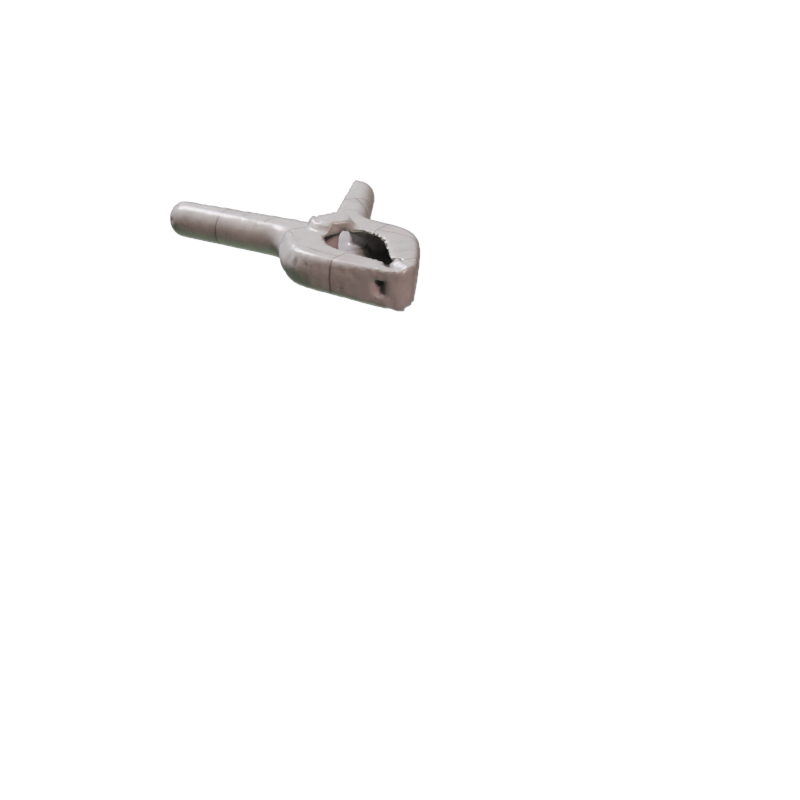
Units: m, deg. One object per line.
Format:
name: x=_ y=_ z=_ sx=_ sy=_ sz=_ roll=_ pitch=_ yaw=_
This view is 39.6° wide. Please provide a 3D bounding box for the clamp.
clamp: x=-0.060 y=-0.109 z=0.761 sx=0.161 sy=0.035 sz=0.225 roll=-10 pitch=28 yaw=-20
